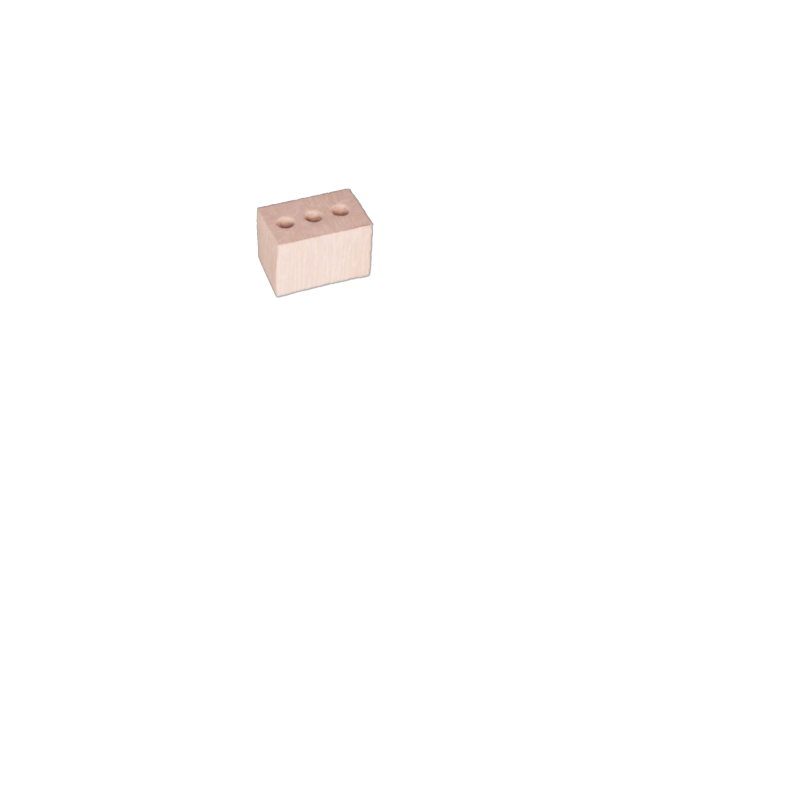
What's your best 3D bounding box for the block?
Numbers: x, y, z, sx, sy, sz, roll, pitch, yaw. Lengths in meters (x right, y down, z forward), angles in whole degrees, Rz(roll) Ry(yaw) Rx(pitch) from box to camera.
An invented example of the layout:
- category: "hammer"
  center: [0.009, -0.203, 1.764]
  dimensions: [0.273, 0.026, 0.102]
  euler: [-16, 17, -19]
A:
- category: "block"
  center: [-0.066, -0.121, 0.848]
  dimensions: [0.077, 0.048, 0.057]
  euler: [-15, 46, -16]
